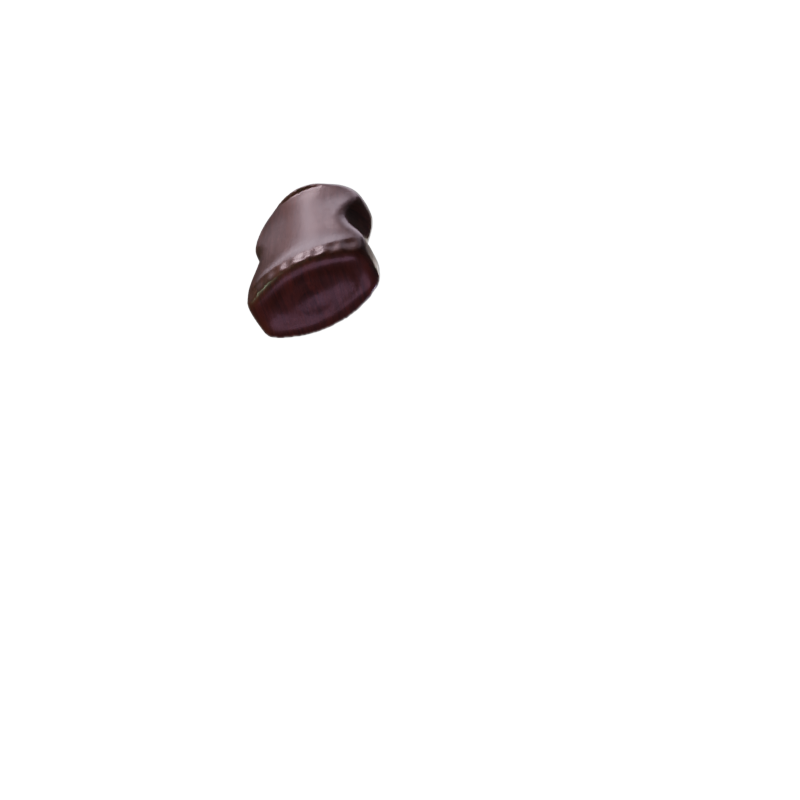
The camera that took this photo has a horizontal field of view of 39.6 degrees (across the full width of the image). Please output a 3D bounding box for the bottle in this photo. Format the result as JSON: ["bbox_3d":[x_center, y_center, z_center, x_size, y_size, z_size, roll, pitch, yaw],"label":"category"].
[{"bbox_3d":[-0.068,-0.124,0.870,0.096,0.055,0.203,-27,29,12],"label":"bottle"}]
